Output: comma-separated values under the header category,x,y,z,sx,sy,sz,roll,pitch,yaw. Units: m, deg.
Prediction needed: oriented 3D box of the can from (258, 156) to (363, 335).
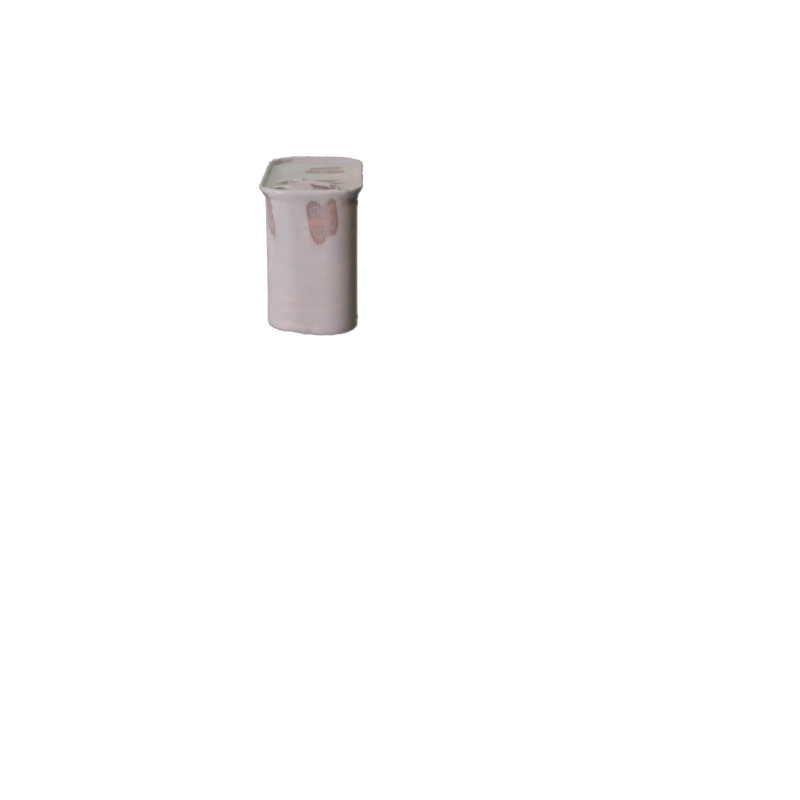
category,x,y,z,sx,sy,sz,roll,pitch,yaw
can,-0.051,-0.093,0.650,0.057,0.081,0.106,0,19,-1
